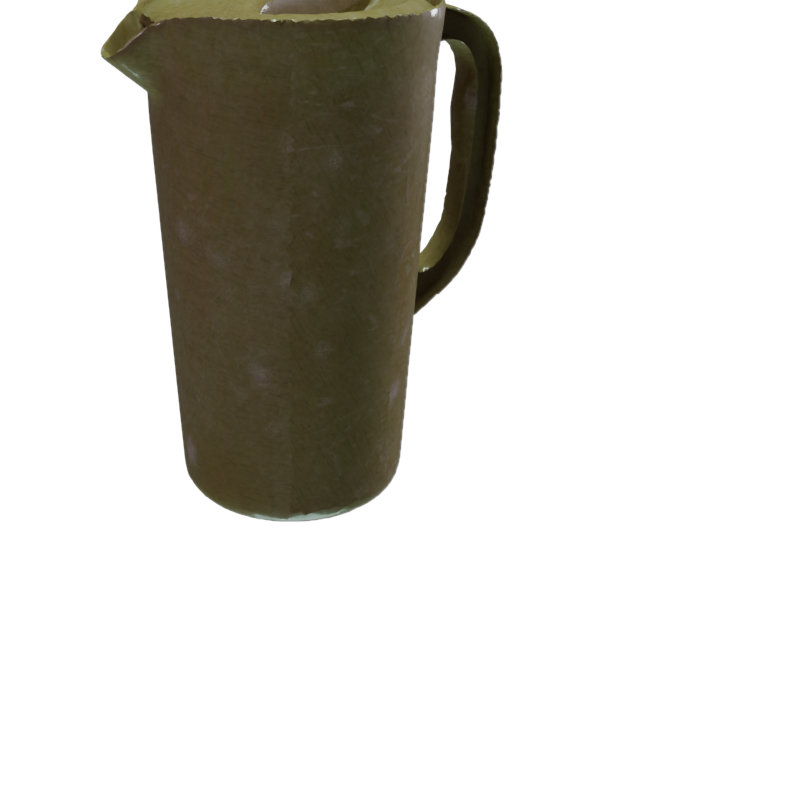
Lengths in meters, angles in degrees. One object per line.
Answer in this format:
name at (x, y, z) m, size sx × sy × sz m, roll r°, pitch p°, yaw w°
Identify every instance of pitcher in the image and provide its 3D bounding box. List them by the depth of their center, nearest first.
pitcher at (-0.041, -0.074, 0.521) m, size 0.153 × 0.231 × 0.148 m, roll 8°, pitch 24°, yaw 15°
